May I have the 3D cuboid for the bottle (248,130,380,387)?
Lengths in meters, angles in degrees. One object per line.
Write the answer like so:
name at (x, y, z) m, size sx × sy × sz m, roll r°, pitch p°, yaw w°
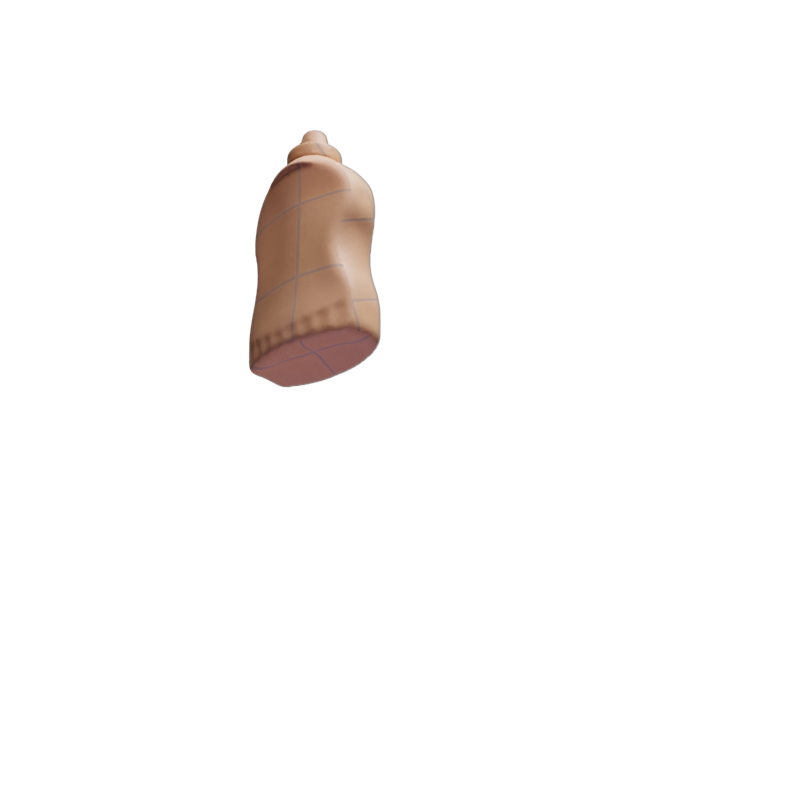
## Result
bottle at (-0.061, -0.111, 0.779) m, size 0.096 × 0.204 × 0.055 m, roll -27°, pitch -39°, yaw 34°
